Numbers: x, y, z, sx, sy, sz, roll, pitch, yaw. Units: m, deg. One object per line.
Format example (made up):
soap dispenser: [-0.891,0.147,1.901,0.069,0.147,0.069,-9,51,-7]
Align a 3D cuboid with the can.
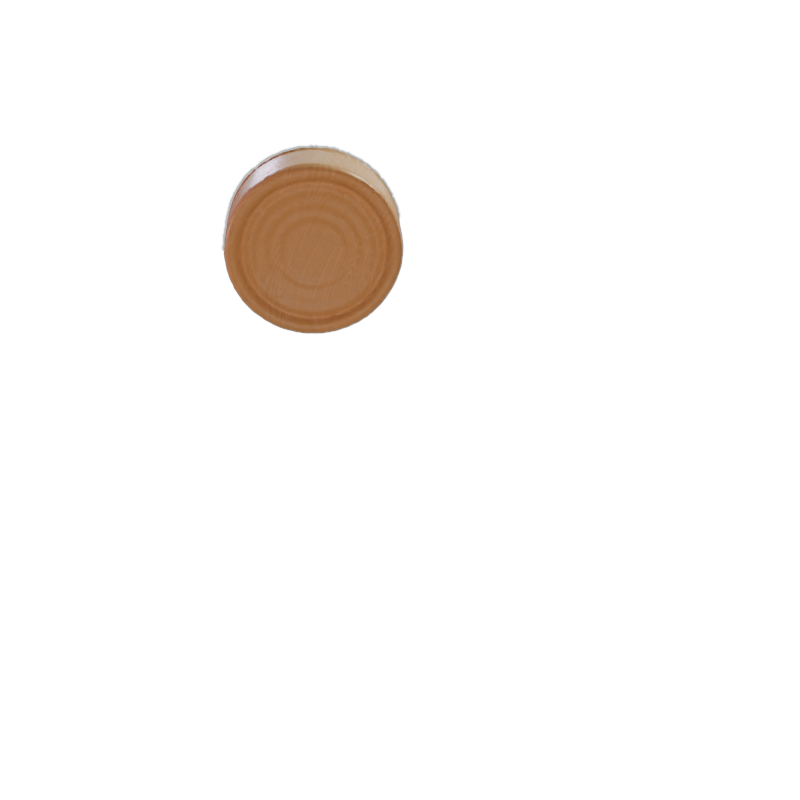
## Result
can: [-0.042,-0.076,0.531,0.086,0.082,0.035,0,21,-1]
